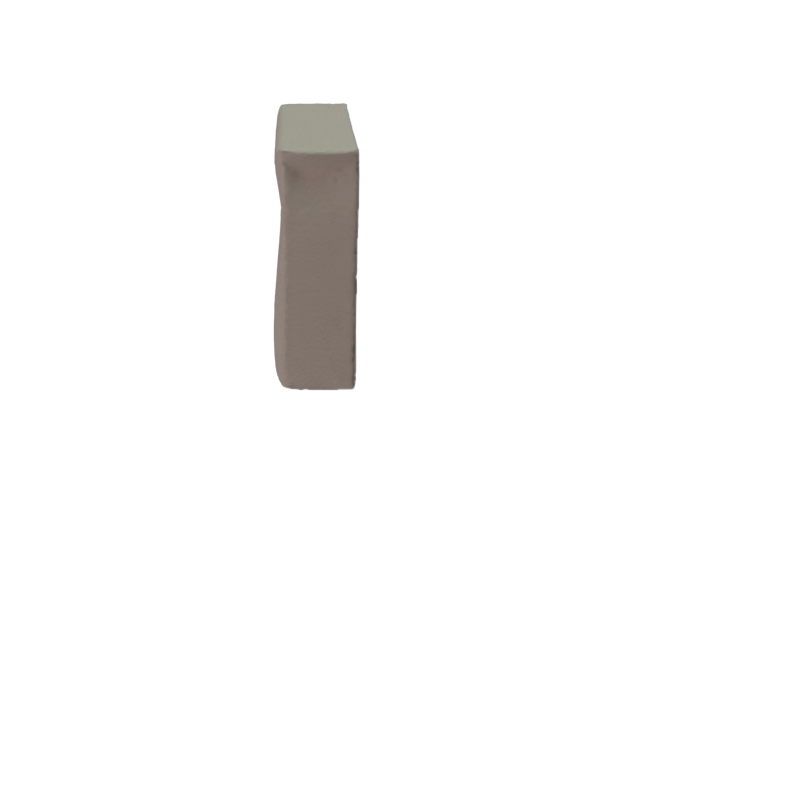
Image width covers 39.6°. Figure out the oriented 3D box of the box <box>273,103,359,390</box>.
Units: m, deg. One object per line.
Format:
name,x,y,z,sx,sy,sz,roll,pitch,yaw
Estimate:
box,-0.076,-0.139,0.976,0.071,0.204,0.173,-1,23,-6
